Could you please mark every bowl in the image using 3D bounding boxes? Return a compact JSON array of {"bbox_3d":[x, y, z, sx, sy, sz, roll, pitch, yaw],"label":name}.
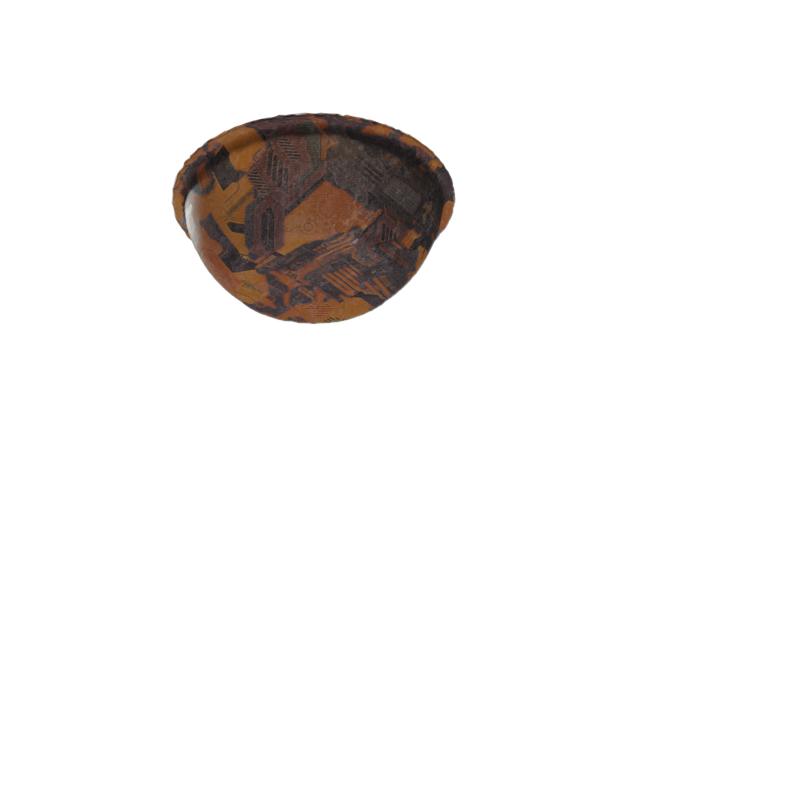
[{"bbox_3d":[-0.049,-0.089,0.620,0.162,0.059,0.152,1,-29,-2],"label":"bowl"}]
